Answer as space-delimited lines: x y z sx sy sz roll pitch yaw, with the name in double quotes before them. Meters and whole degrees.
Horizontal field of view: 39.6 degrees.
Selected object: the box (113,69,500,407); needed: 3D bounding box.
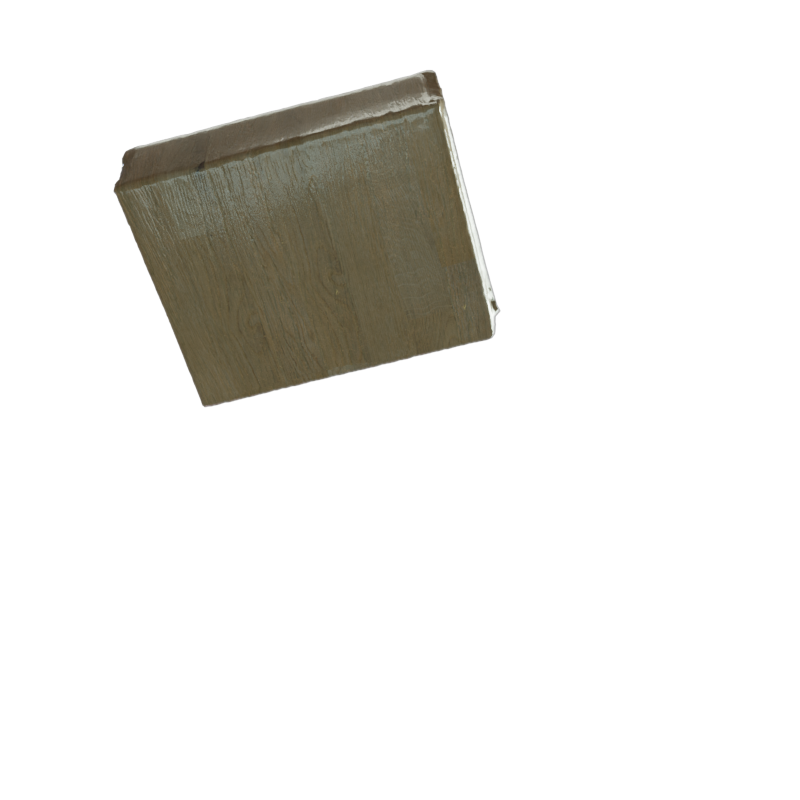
"box" -0.024 -0.044 0.306 0.090 0.068 0.032 -14 30 7
